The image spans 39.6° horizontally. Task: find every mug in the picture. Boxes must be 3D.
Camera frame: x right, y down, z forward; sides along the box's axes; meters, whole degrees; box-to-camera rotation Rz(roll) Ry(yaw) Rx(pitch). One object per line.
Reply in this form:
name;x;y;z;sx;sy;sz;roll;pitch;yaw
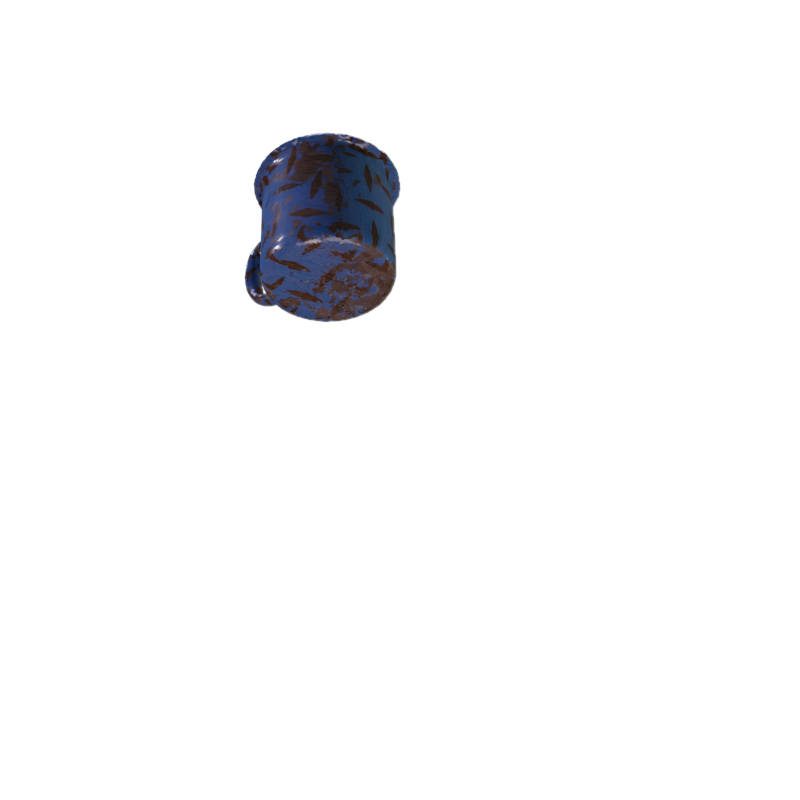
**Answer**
mug;-0.054;-0.098;0.685;0.117;0.087;0.087;-29;-46;30
